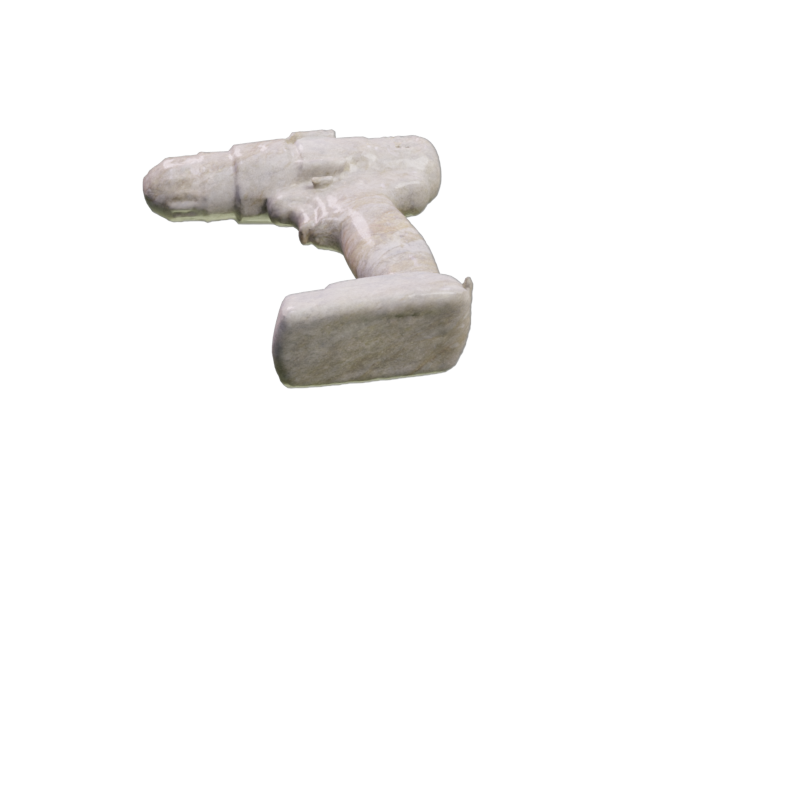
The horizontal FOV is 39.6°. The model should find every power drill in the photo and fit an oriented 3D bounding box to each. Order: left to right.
[{"bbox_3d":[-0.049,-0.090,0.631,0.183,0.053,0.203,-8,42,-9],"label":"power drill"}]
